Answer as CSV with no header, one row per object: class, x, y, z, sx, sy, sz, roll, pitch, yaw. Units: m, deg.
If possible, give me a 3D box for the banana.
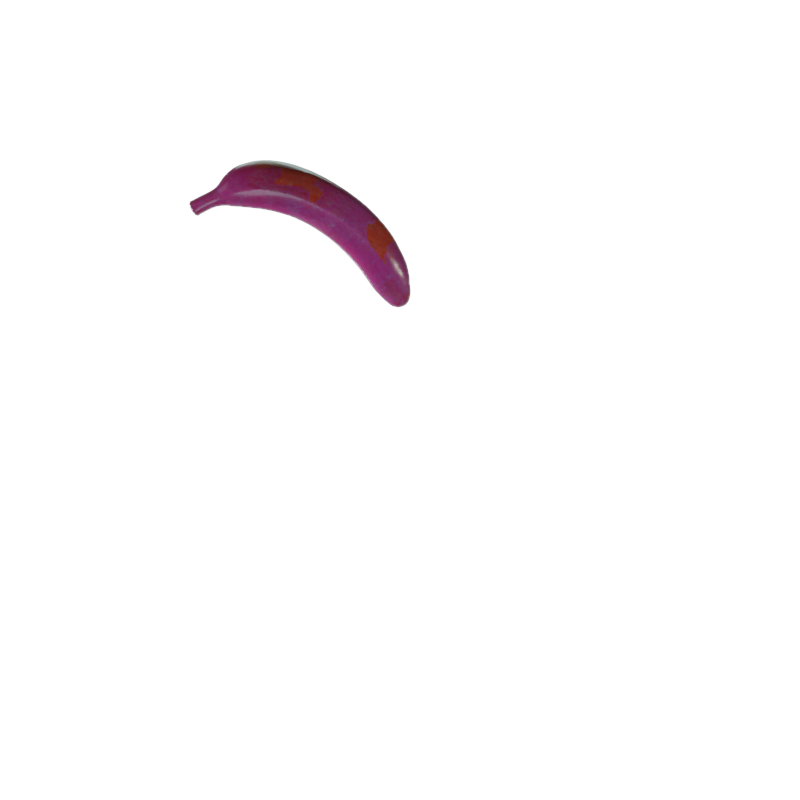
banana,-0.060,-0.136,0.855,0.189,0.039,0.068,25,-53,-21
